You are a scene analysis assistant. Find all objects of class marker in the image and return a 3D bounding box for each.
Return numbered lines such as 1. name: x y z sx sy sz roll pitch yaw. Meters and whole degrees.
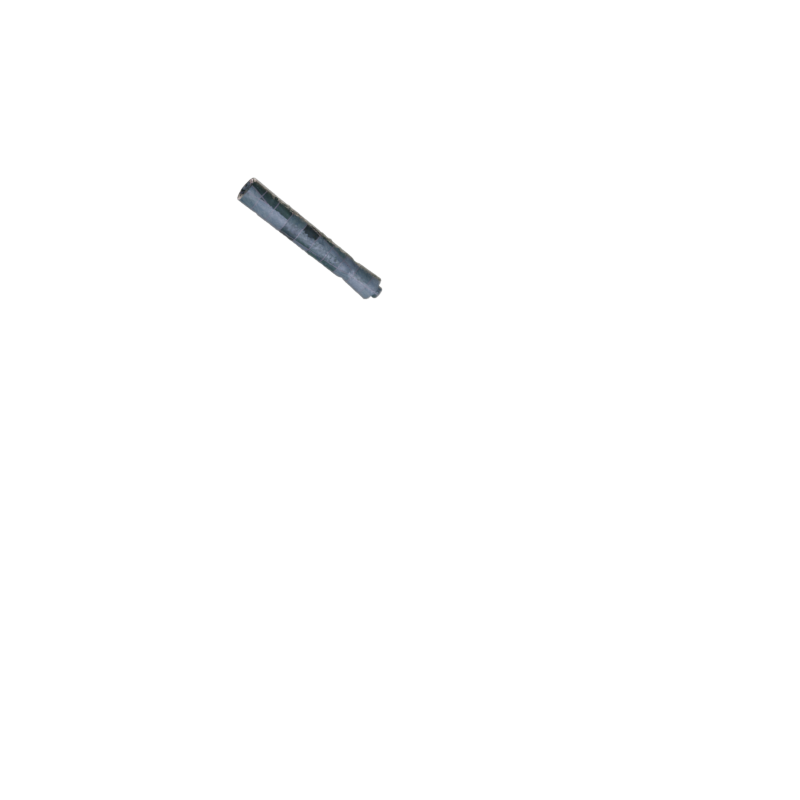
1. marker: -0.059 -0.108 0.756 0.116 0.020 0.020 37 -11 -18
